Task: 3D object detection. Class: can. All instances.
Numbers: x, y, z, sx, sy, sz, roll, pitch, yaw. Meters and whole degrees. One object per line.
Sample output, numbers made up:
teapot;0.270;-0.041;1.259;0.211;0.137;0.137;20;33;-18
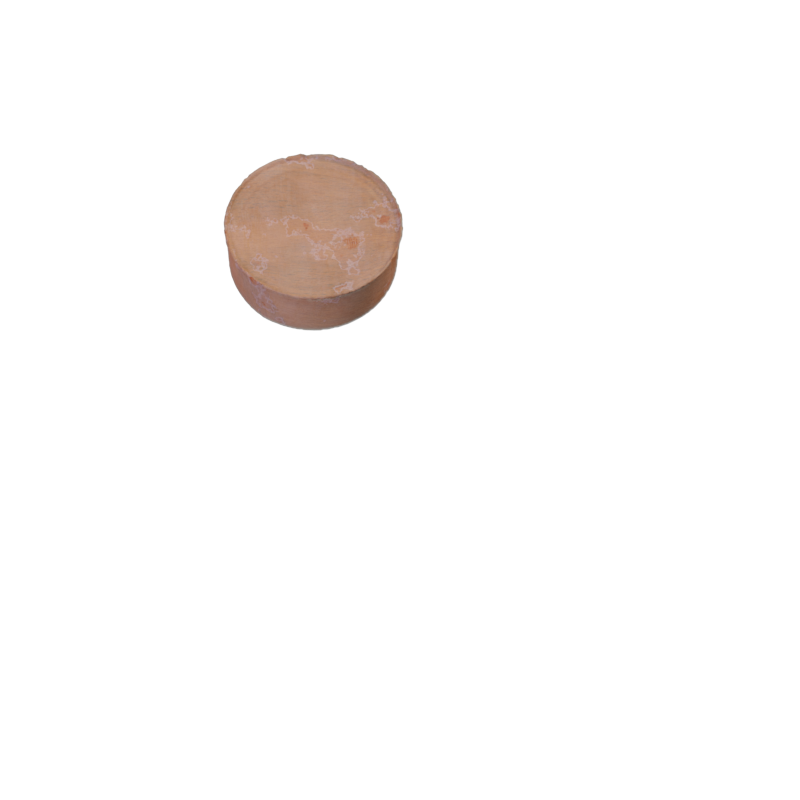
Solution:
can;-0.043;-0.078;0.544;0.086;0.092;0.031;-1;-32;-1
